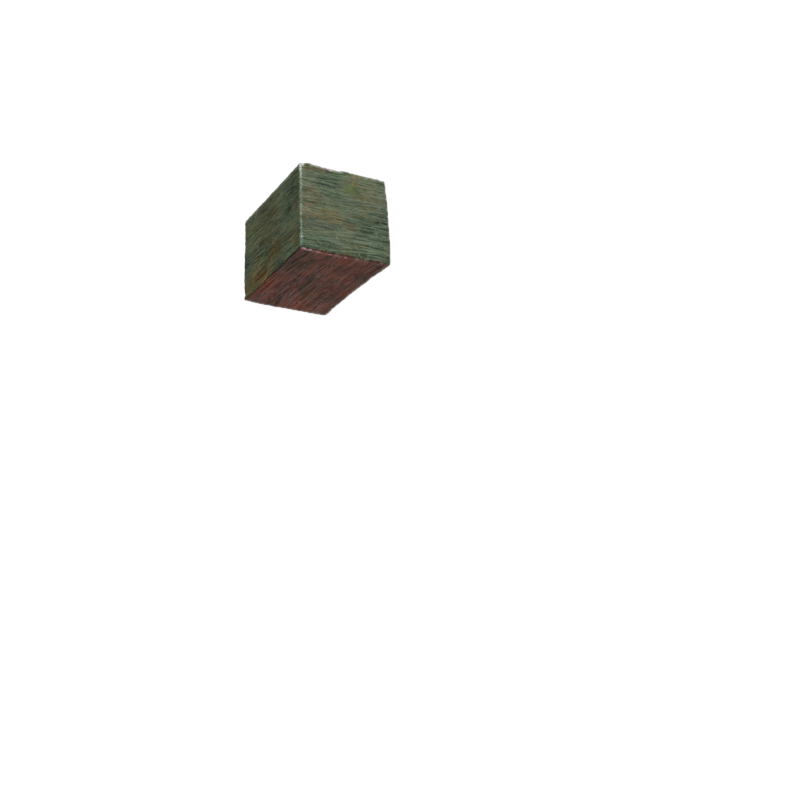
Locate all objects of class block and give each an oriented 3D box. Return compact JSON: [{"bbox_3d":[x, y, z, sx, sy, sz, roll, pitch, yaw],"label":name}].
[{"bbox_3d":[-0.047,-0.086,0.601,0.051,0.054,0.077,11,-24,-27],"label":"block"}]
